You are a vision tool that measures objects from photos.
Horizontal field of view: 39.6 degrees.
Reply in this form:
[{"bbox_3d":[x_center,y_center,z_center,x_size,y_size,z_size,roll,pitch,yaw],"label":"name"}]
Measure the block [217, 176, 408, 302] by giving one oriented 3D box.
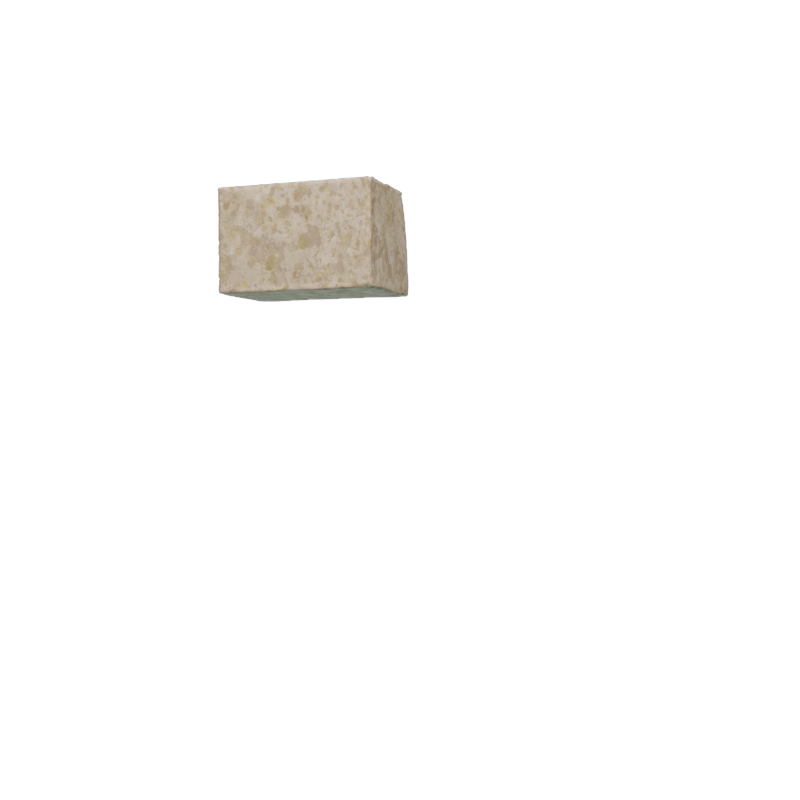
[{"bbox_3d":[-0.041,-0.075,0.523,0.080,0.052,0.051,-1,-4,20],"label":"block"}]
